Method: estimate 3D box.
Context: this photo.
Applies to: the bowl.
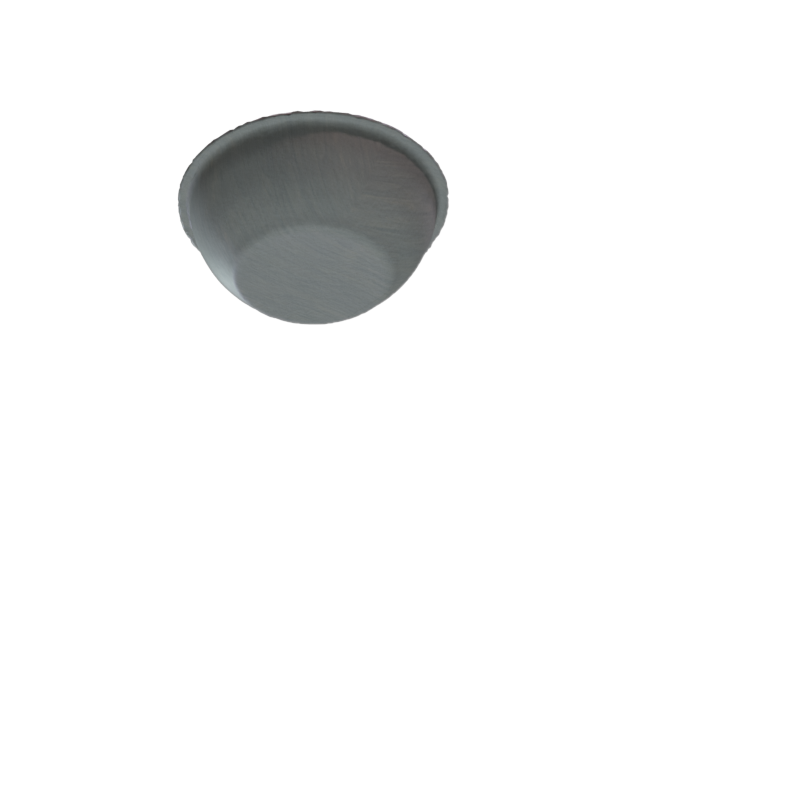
[{"bbox_3d":[-0.050,-0.092,0.645,0.162,0.059,0.151,1,-34,-2],"label":"bowl"}]
